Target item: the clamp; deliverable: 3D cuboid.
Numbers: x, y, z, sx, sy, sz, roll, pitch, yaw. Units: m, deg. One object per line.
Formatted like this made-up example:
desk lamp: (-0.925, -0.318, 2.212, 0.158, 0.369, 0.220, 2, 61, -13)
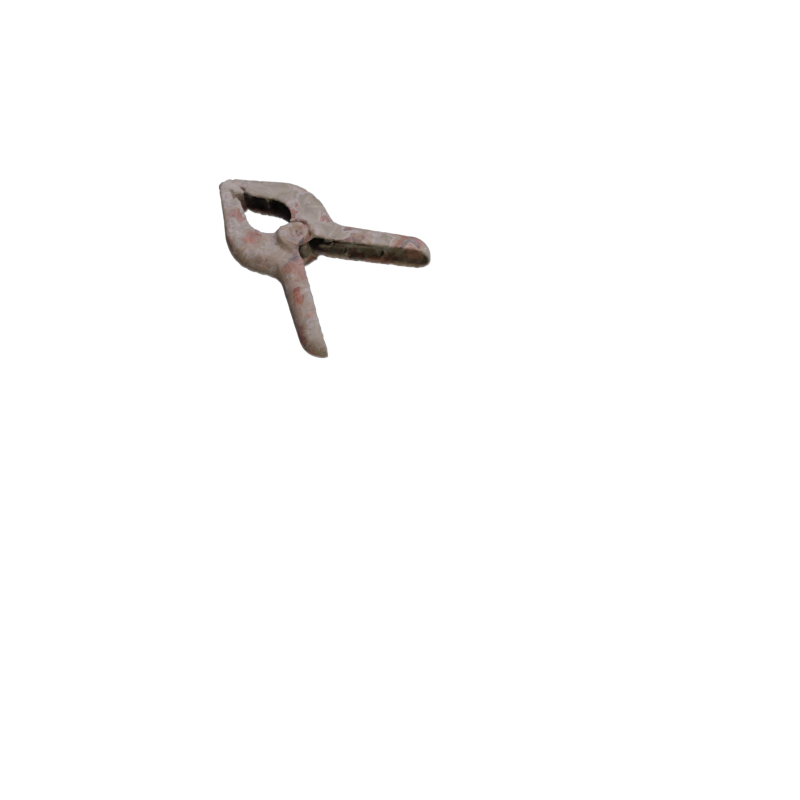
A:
clamp: (-0.065, -0.118, 0.827, 0.120, 0.183, 0.037, -31, -30, -21)
